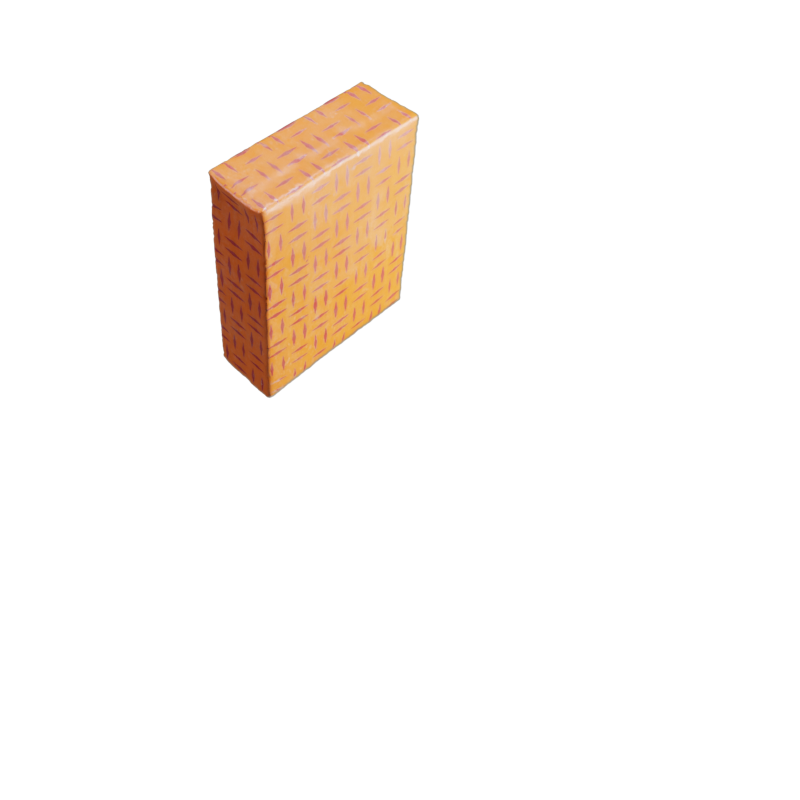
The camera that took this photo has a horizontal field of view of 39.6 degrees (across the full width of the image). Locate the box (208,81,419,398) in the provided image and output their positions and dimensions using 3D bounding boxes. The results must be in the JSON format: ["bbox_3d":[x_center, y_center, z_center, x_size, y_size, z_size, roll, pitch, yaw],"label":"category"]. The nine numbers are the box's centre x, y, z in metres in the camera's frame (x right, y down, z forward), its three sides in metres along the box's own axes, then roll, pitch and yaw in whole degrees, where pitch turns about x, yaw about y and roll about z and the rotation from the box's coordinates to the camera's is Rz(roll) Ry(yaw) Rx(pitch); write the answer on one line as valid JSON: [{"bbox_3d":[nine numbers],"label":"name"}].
[{"bbox_3d":[-0.070,-0.128,0.897,0.076,0.199,0.166,36,56,25],"label":"box"}]
